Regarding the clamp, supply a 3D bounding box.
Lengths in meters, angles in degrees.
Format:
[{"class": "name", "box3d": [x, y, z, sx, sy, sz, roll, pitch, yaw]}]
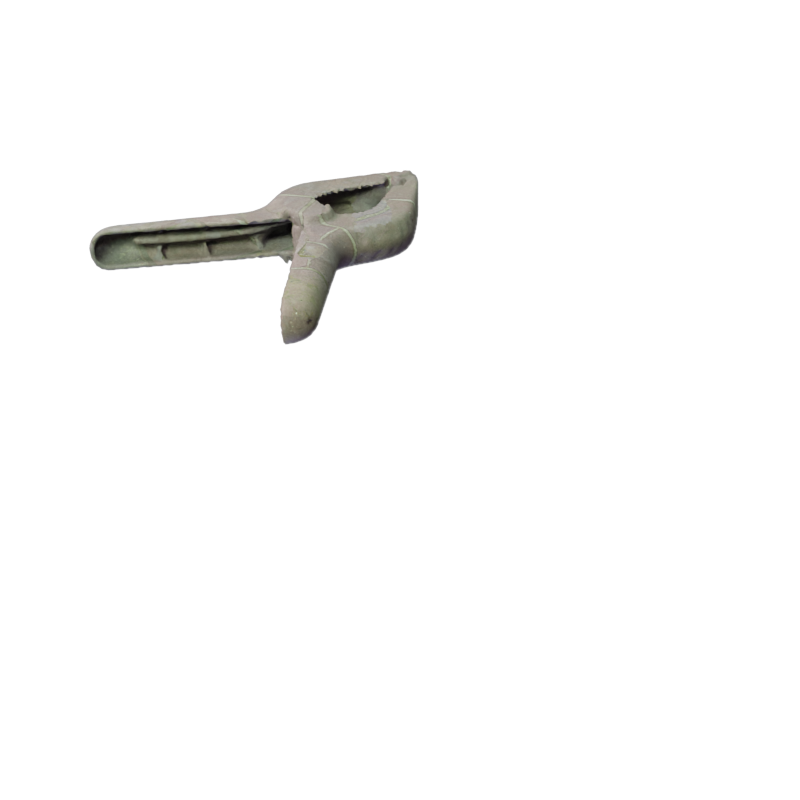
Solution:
[{"class": "clamp", "box3d": [-0.051, -0.092, 0.646, 0.208, 0.034, 0.176, -24, 37, -37]}]
